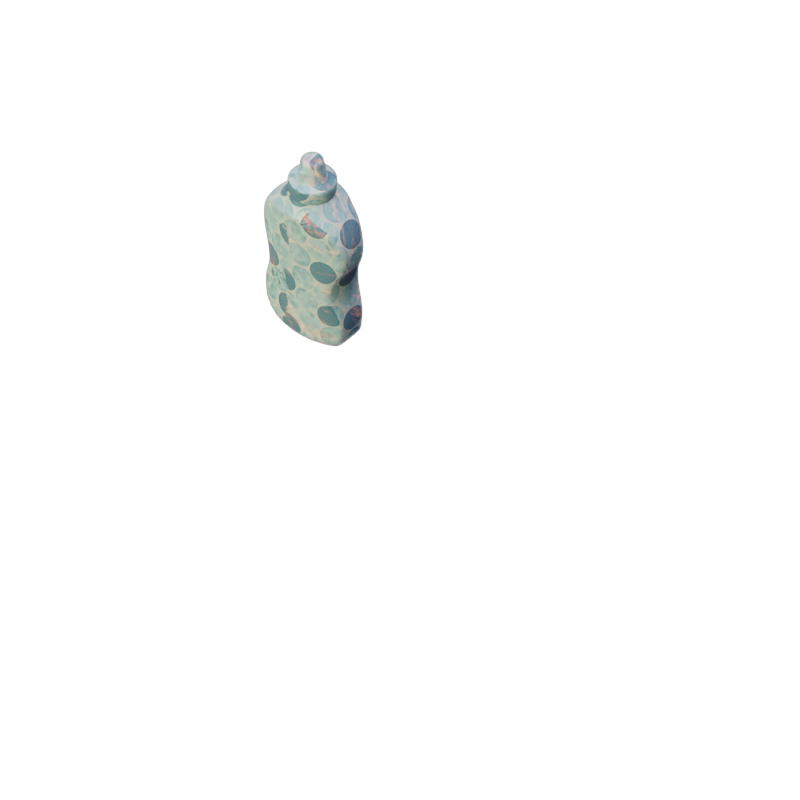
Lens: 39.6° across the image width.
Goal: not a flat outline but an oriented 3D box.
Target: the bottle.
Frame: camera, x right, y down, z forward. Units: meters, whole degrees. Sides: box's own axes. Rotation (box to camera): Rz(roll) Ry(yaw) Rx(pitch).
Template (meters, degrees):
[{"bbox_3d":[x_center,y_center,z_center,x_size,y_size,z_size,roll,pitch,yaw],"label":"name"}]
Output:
[{"bbox_3d":[-0.075,-0.137,0.958,0.102,0.179,0.059,38,57,26],"label":"bottle"}]
